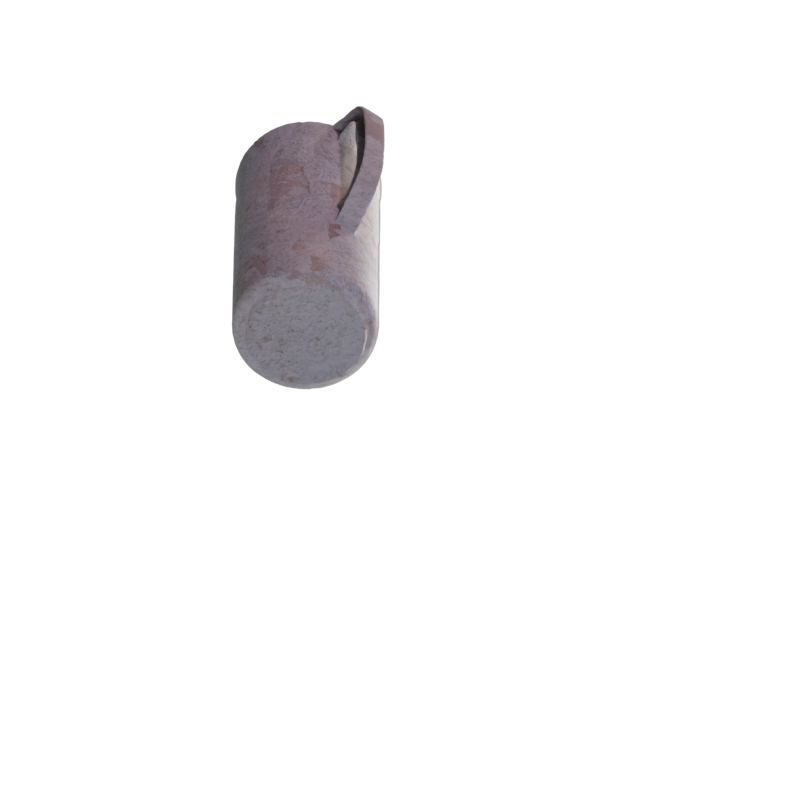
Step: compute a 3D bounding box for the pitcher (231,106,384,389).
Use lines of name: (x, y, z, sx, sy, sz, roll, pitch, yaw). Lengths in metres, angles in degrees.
pitcher: (-0.070, -0.129, 0.900, 0.145, 0.139, 0.259, -10, 34, 4)
